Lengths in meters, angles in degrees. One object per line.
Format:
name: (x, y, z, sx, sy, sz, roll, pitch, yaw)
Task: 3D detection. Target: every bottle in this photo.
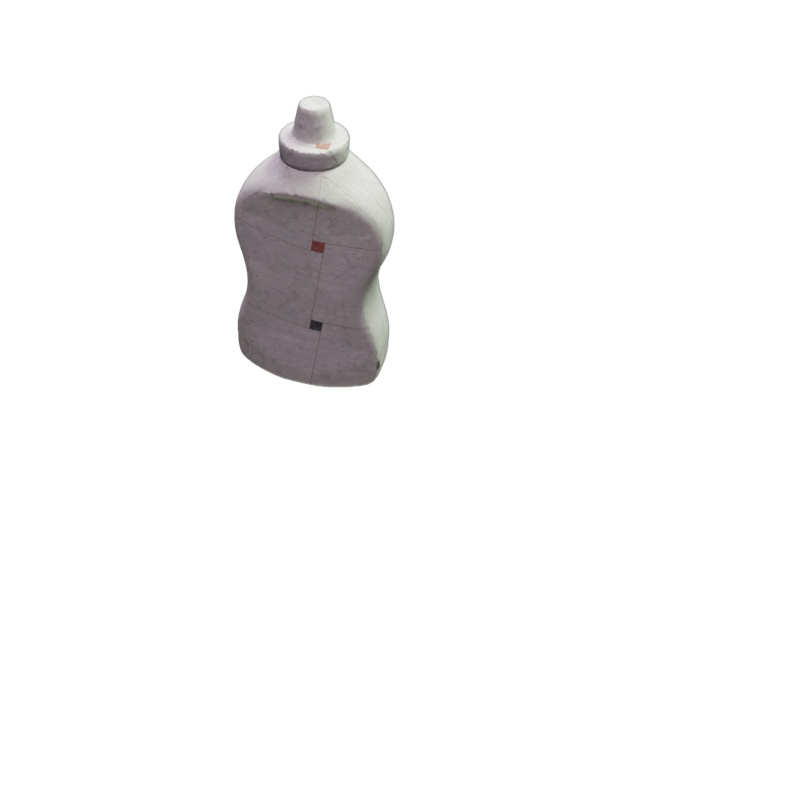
bottle: (-0.053, -0.097, 0.674, 0.099, 0.179, 0.061, 14, 41, 13)
